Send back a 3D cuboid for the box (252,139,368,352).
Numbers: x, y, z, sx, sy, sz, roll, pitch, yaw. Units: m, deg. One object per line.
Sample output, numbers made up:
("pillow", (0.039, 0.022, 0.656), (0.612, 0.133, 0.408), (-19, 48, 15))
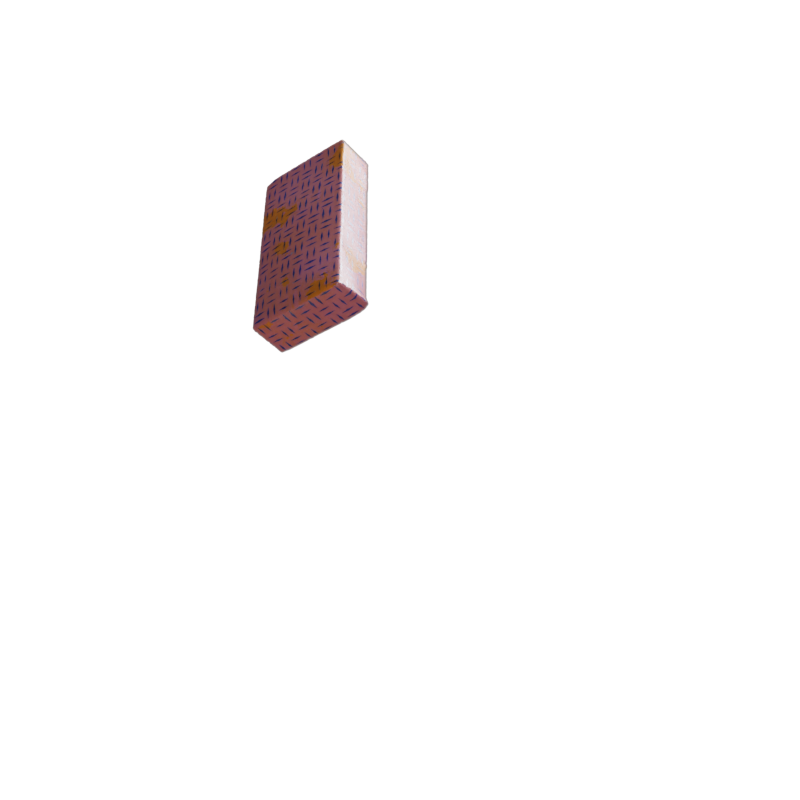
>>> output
("box", (-0.074, -0.135, 0.944), (0.093, 0.189, 0.045), (-27, -45, 26))
